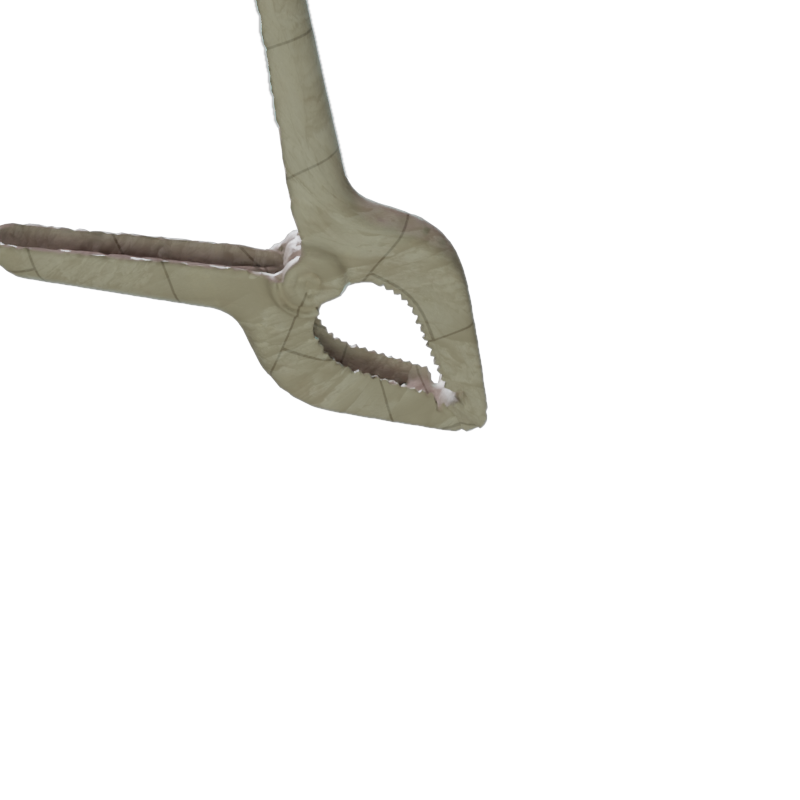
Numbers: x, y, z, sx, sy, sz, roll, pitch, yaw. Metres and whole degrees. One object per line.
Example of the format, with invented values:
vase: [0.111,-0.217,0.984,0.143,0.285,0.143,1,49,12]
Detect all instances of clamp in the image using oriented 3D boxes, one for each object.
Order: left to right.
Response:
clamp: [-0.035,-0.063,0.443,0.202,0.161,0.038,34,22,-16]
